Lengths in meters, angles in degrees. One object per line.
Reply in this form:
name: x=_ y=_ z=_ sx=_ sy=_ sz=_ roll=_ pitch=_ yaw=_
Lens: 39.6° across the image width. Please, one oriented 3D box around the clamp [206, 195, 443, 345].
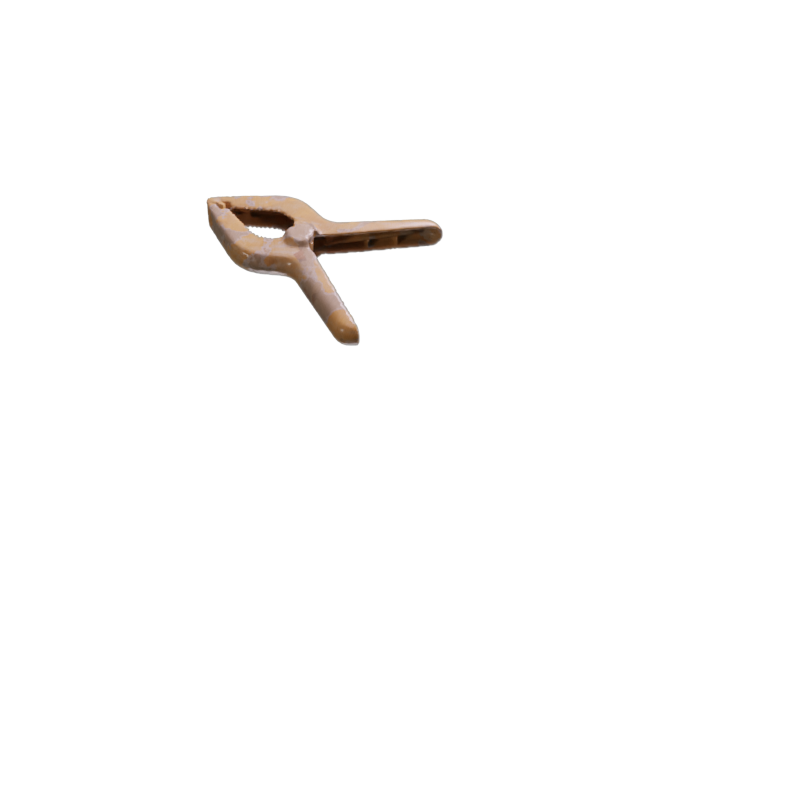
clamp: x=-0.078 y=-0.141 z=0.990 sx=0.222 sy=0.034 sz=0.167 roll=28 pitch=50 yaw=25
